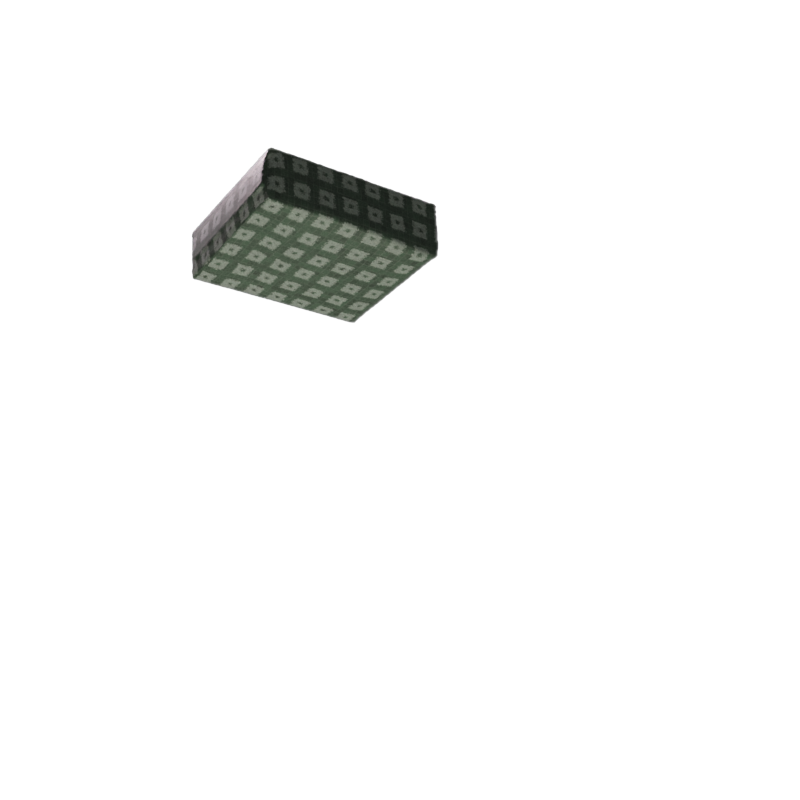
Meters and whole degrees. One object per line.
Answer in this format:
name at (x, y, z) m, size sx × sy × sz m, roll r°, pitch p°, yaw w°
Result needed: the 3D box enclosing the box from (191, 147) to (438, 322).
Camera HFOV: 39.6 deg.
box at (-0.049, -0.089, 0.624) m, size 0.108 × 0.041 × 0.088 m, roll 17°, pitch -33°, yaw -29°
